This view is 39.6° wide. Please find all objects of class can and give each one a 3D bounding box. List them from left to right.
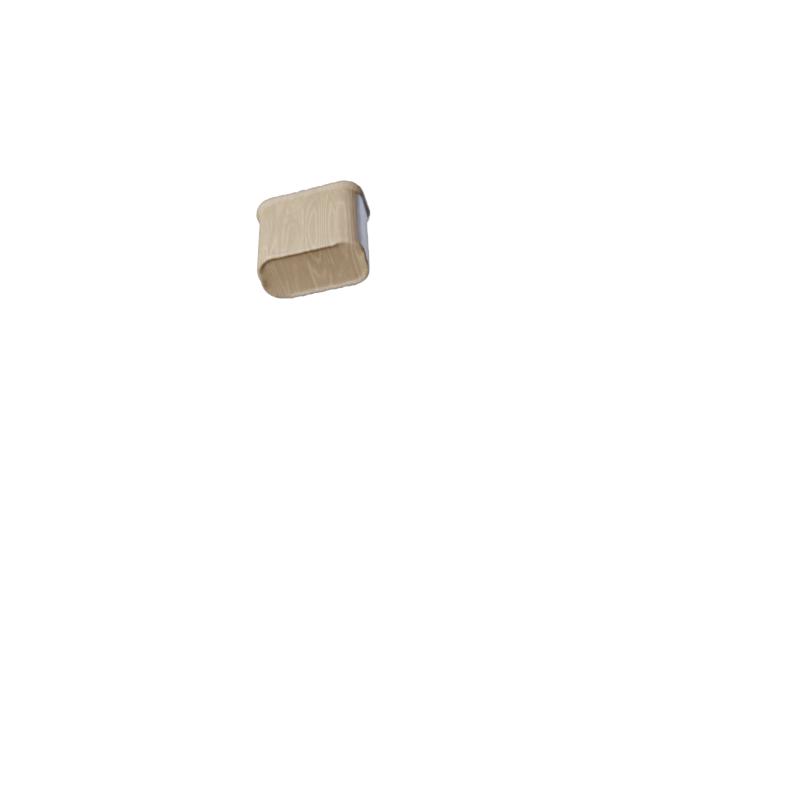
[{"bbox_3d":[-0.077,-0.141,0.987,0.103,0.053,0.090,-12,43,9],"label":"can"}]
